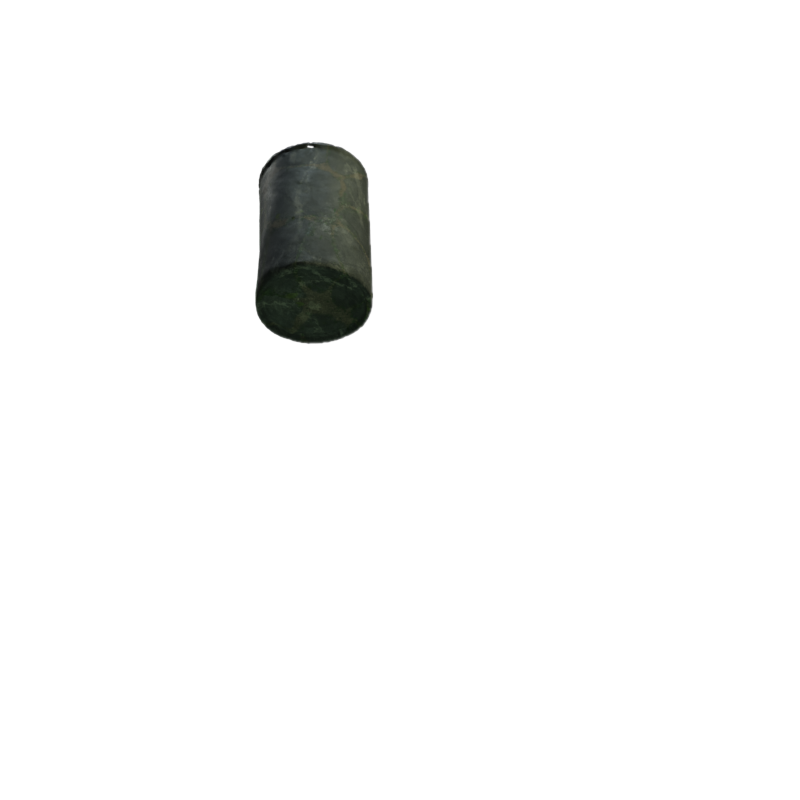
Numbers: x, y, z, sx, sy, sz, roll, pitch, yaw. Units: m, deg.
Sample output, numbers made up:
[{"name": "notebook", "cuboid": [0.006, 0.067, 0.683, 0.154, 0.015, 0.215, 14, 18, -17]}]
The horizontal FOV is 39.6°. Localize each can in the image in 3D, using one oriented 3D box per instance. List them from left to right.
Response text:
[{"name": "can", "cuboid": [-0.051, -0.093, 0.650, 0.068, 0.110, 0.064, -1, -41, -3]}]
